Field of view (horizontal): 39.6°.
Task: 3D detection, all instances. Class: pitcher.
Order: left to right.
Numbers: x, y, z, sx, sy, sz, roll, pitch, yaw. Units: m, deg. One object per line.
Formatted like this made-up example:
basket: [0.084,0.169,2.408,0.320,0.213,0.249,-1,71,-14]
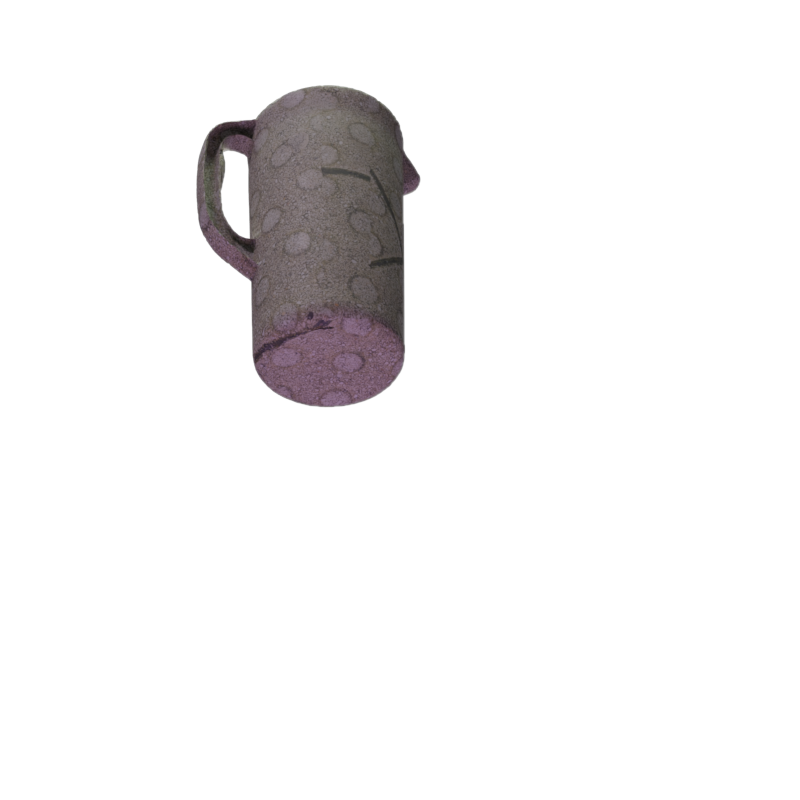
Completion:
pitcher: [-0.067,-0.122,0.856,0.150,0.261,0.134,-17,-43,16]
